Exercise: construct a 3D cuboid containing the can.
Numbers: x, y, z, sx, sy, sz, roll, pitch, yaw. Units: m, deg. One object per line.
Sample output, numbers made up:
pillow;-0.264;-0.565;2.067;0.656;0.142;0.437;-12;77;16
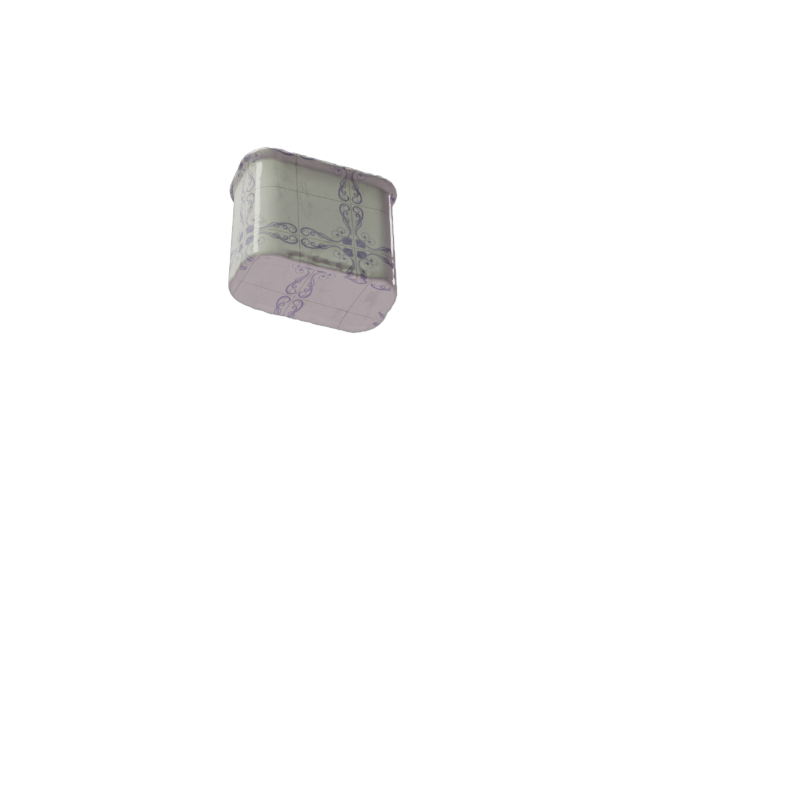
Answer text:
can;-0.052;-0.095;0.665;0.099;0.090;0.055;12;-40;-17
